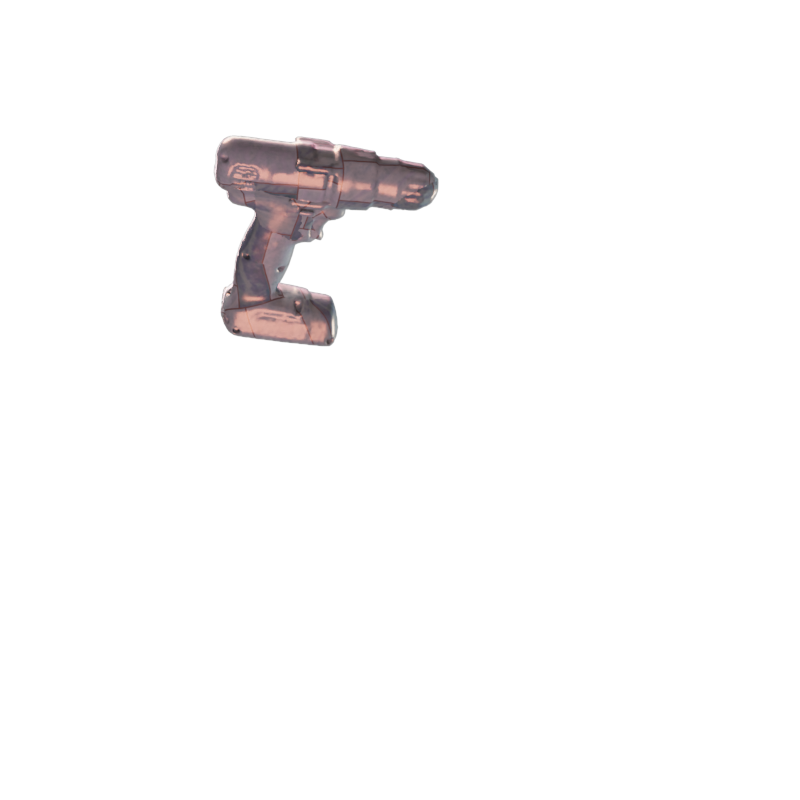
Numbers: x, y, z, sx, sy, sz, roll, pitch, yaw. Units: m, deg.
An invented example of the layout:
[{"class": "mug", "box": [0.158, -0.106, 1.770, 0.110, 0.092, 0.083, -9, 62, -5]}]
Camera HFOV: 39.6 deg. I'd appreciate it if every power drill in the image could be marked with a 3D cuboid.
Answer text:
[{"class": "power drill", "box": [-0.074, -0.135, 0.943, 0.182, 0.177, 0.061, 9, 35, -7]}]
